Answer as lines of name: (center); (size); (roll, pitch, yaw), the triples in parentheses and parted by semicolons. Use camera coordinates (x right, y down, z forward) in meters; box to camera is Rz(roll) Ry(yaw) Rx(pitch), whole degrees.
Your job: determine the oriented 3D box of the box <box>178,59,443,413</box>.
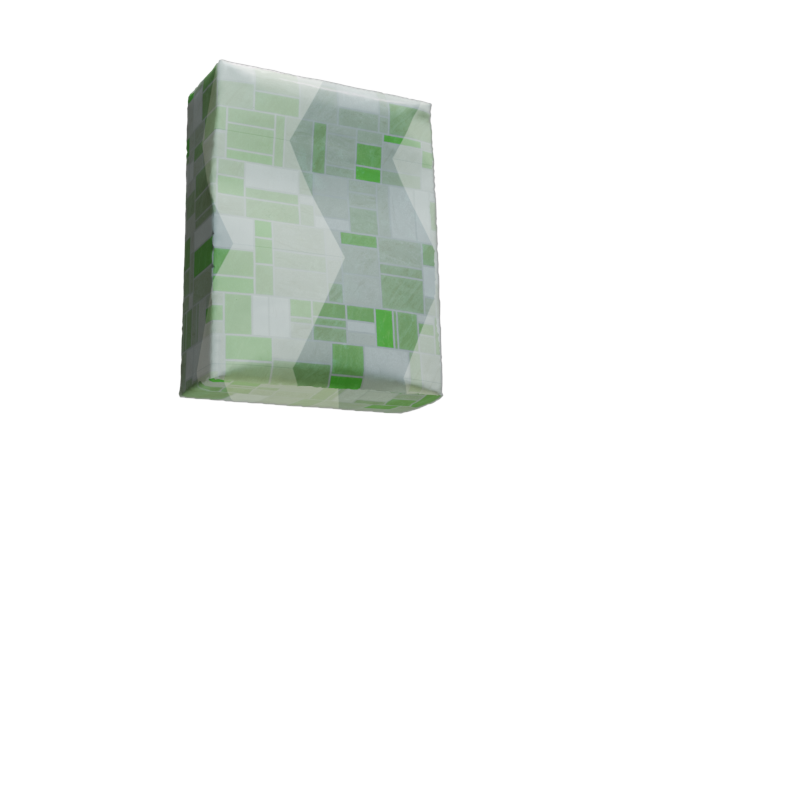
box: (-0.058, -0.105, 0.737); (0.158, 0.223, 0.071); (6, -18, -25)
